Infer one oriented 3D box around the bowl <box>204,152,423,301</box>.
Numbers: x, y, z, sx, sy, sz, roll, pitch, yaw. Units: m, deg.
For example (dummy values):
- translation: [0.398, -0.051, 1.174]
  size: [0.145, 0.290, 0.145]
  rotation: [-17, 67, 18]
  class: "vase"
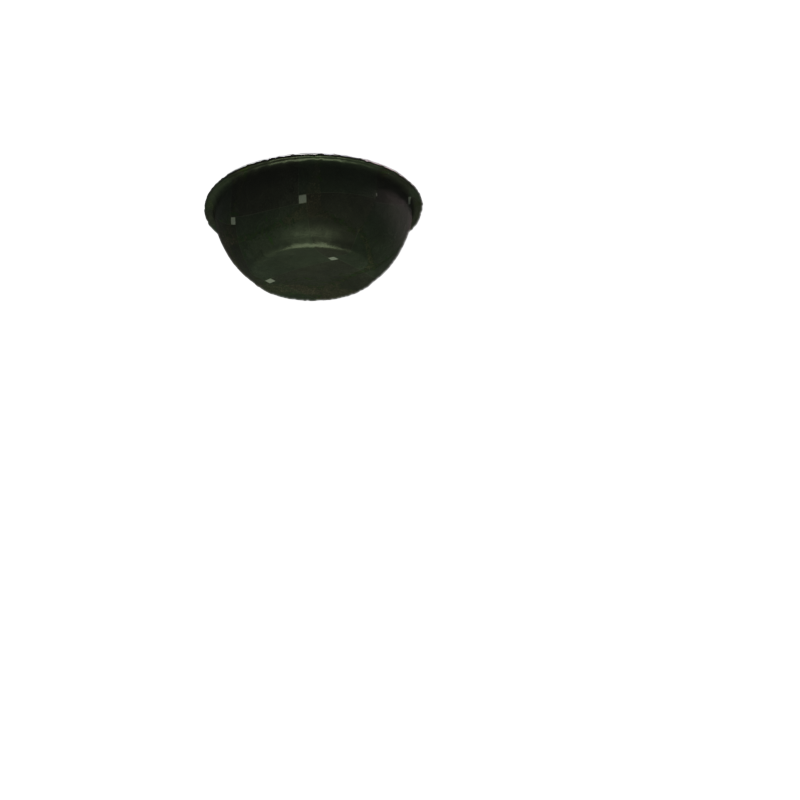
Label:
- translation: [-0.063, -0.116, 0.809]
  size: [0.162, 0.058, 0.154]
  rotation: [1, -21, -2]
  class: "bowl"
